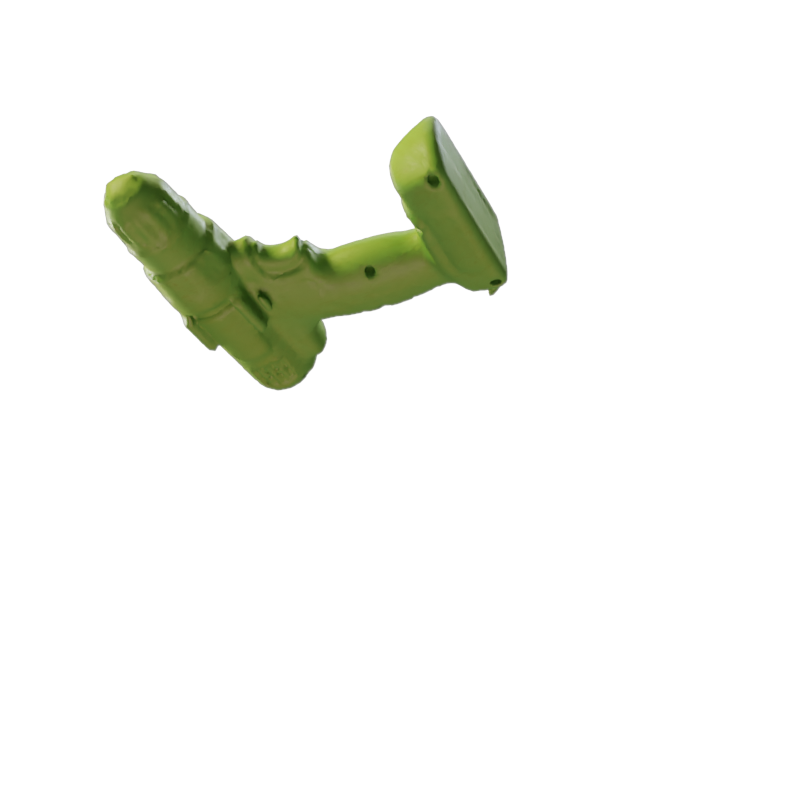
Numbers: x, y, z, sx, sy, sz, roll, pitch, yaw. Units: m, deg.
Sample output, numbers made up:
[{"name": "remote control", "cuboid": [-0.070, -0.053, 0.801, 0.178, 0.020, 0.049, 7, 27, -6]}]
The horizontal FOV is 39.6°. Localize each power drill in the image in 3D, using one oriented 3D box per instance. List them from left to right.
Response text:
[{"name": "power drill", "cuboid": [-0.049, -0.089, 0.624, 0.189, 0.062, 0.170, -18, -41, 22]}]
